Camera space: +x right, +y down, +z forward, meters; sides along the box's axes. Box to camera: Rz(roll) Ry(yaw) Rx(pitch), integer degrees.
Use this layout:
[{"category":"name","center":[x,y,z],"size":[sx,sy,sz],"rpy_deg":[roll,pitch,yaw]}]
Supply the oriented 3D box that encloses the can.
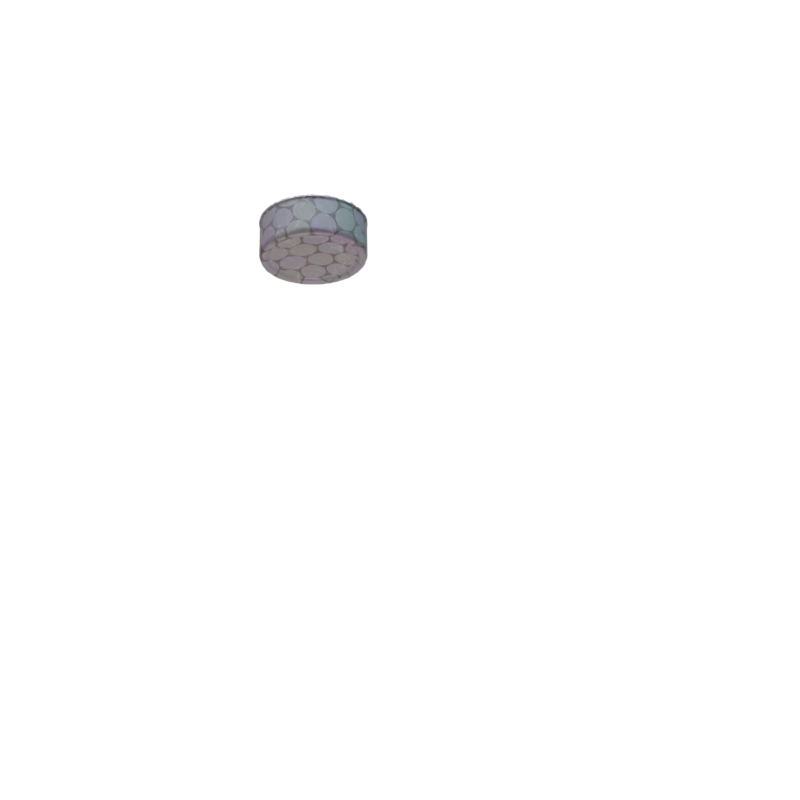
[{"category":"can","center":[-0.068,-0.124,0.867],"size":[0.086,0.036,0.081],"rpy_deg":[1,-25,-2]}]
